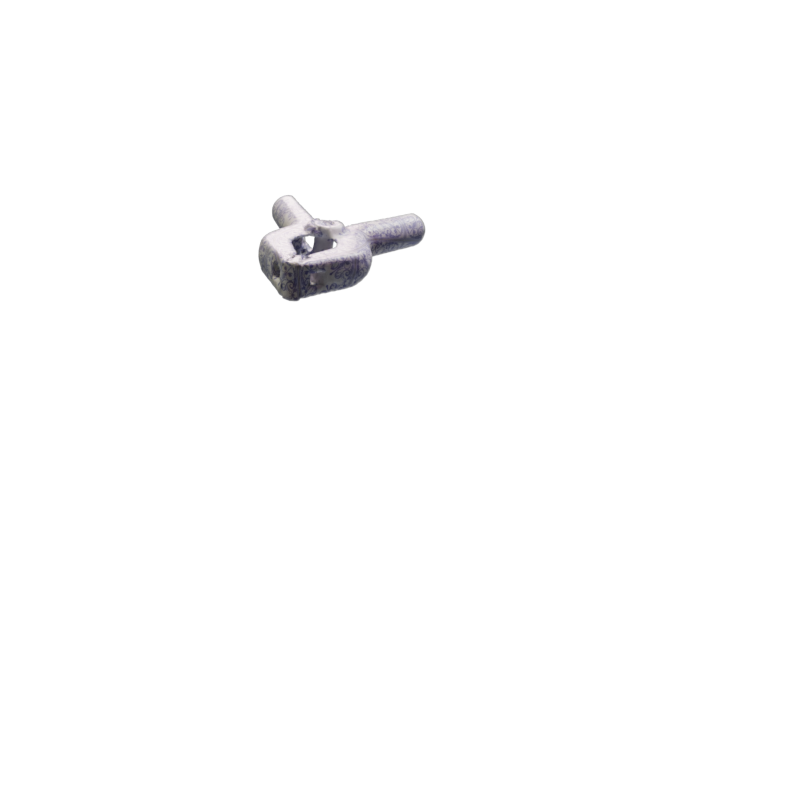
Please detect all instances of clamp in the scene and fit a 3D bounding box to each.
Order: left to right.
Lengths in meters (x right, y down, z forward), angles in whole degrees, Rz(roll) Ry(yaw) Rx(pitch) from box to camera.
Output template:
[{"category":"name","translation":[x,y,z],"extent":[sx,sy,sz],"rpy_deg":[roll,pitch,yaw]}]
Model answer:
[{"category":"clamp","translation":[-0.063,-0.115,0.803],"extent":[0.124,0.038,0.173],"rpy_deg":[8,22,20]}]
